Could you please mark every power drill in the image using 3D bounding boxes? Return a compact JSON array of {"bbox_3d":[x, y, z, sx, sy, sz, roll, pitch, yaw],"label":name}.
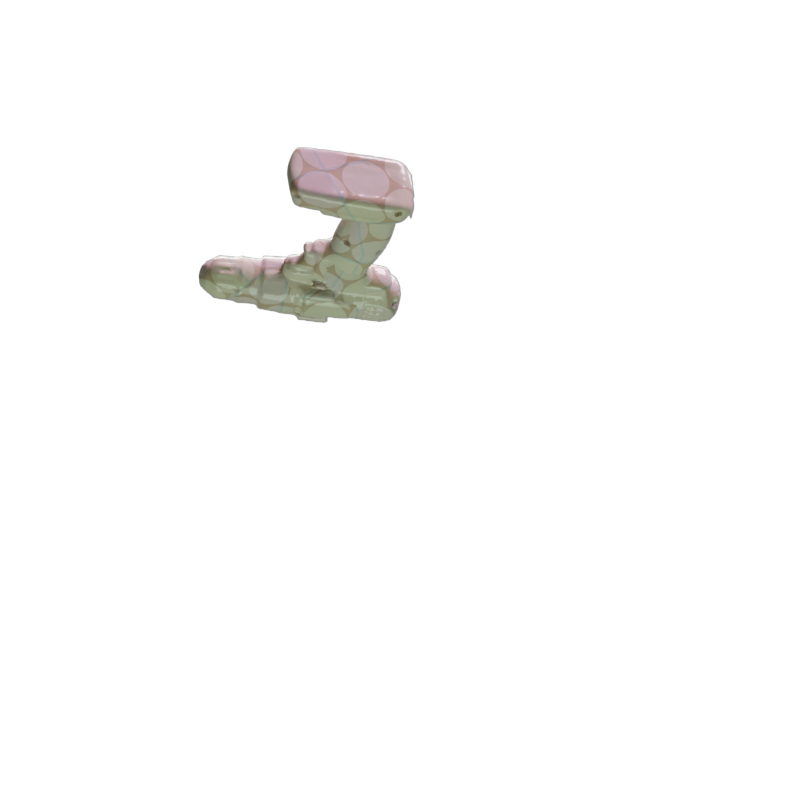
[{"bbox_3d":[-0.075,-0.137,0.957,0.182,0.061,0.178,6,-31,-11],"label":"power drill"}]
